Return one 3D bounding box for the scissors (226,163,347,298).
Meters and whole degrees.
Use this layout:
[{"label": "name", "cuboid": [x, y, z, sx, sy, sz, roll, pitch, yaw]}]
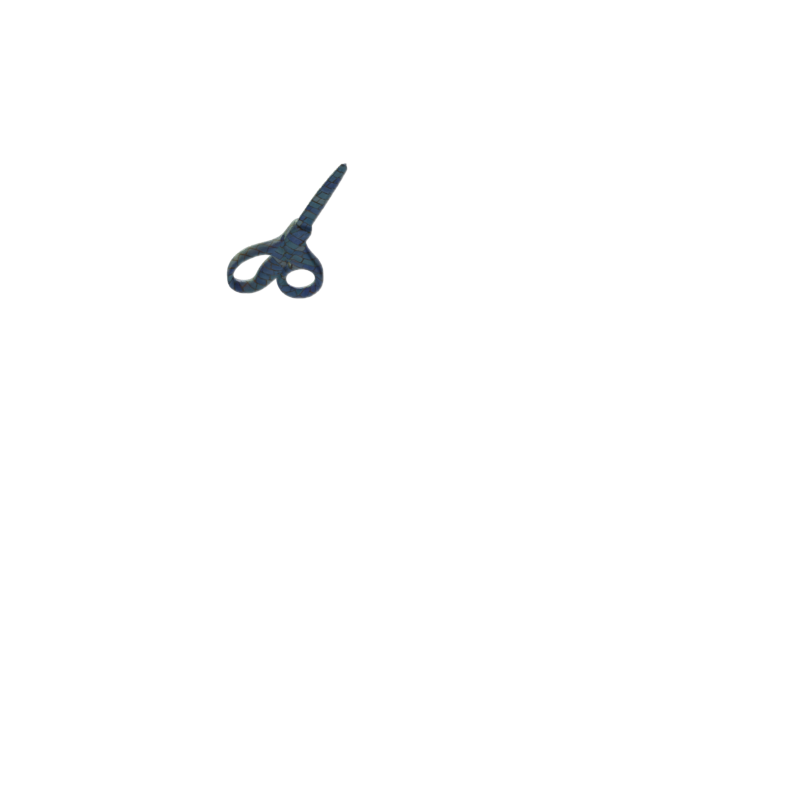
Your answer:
[{"label": "scissors", "cuboid": [-0.076, -0.138, 0.966, 0.091, 0.017, 0.200, 22, -36, -35]}]
